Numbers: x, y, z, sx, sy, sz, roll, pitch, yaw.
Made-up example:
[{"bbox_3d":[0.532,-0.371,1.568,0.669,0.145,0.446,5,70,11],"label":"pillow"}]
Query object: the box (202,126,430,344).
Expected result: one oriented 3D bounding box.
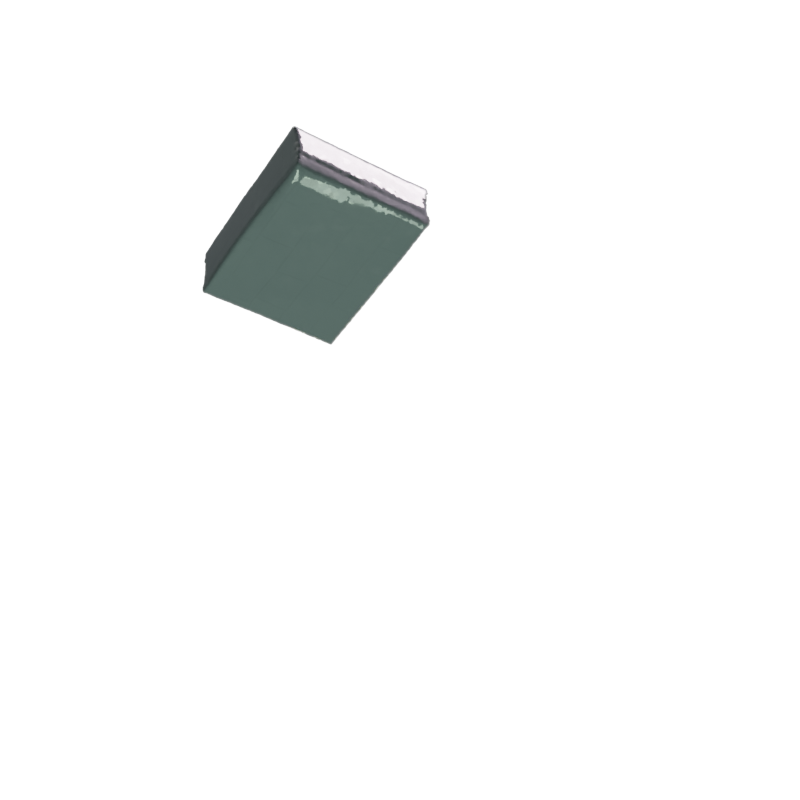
[{"bbox_3d":[-0.050,-0.092,0.642,0.086,0.042,0.110,24,-49,-23],"label":"box"}]
